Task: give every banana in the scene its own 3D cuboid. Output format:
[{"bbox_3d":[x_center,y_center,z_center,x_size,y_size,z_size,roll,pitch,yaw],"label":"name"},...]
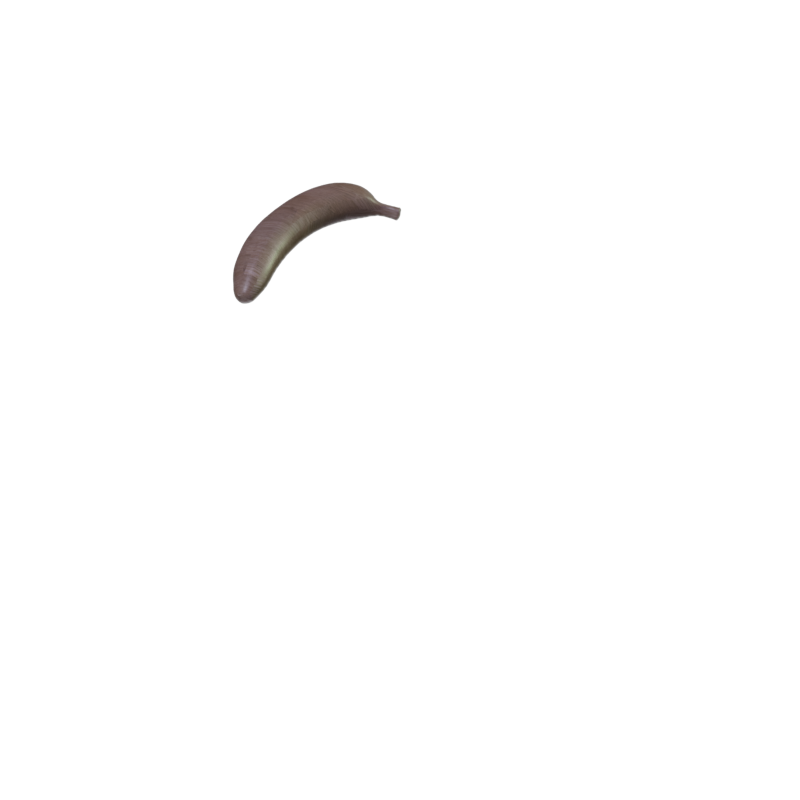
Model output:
[{"bbox_3d":[-0.088,-0.151,0.992,0.074,0.034,0.199,32,51,30],"label":"banana"}]
